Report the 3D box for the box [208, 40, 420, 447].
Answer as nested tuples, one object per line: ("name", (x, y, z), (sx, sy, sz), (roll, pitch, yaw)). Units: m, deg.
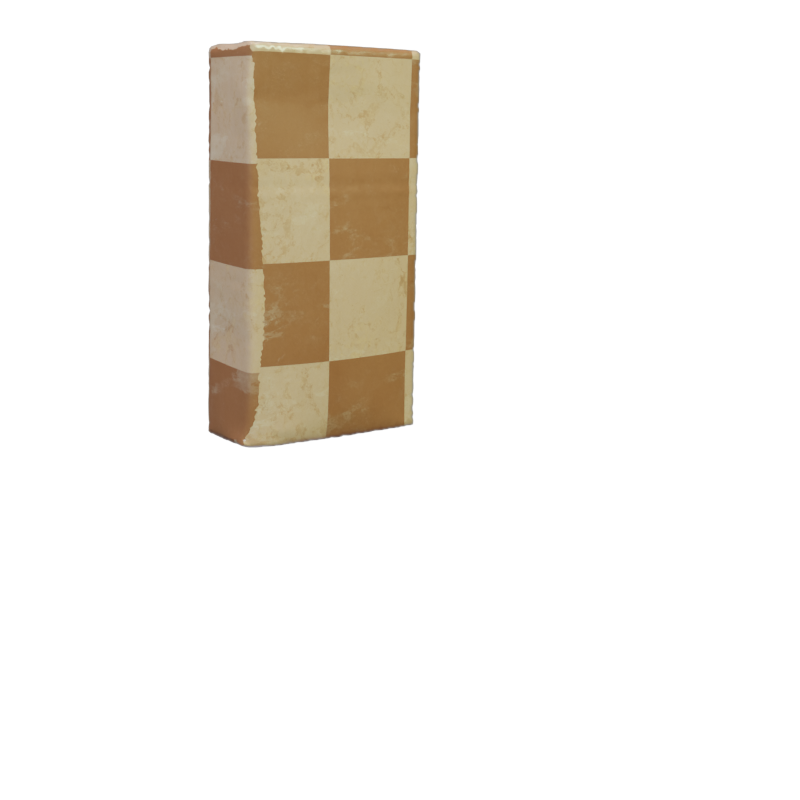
("box", (-0.040, -0.072, 0.507), (0.090, 0.174, 0.050), (-4, 6, -35))
